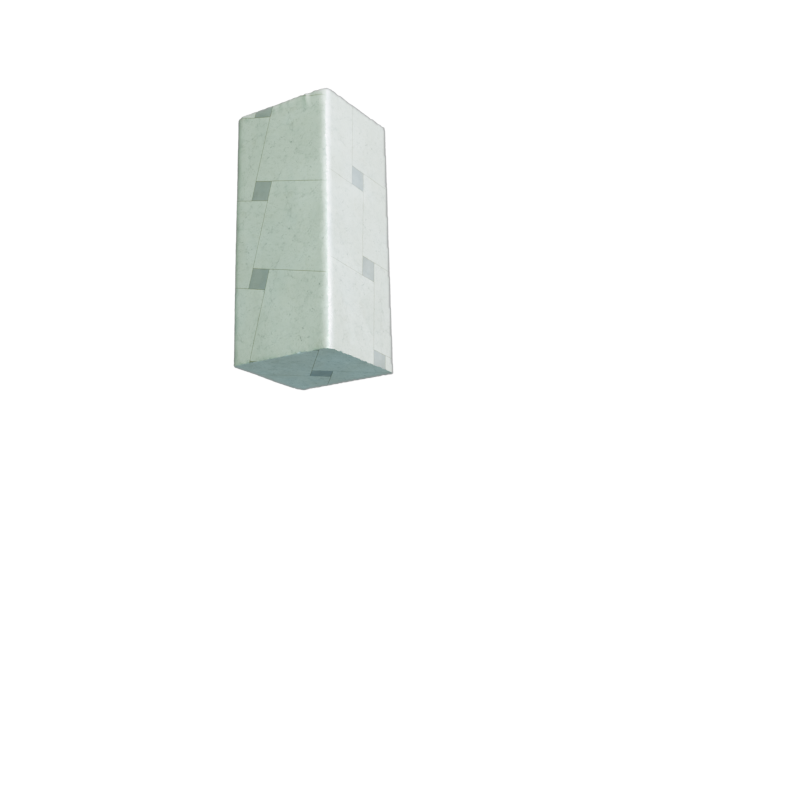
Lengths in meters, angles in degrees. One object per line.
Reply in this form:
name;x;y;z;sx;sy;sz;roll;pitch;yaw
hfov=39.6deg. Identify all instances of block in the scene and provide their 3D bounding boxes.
block;-0.068;-0.123;0.861;0.092;0.216;0.084;-14;-23;31
